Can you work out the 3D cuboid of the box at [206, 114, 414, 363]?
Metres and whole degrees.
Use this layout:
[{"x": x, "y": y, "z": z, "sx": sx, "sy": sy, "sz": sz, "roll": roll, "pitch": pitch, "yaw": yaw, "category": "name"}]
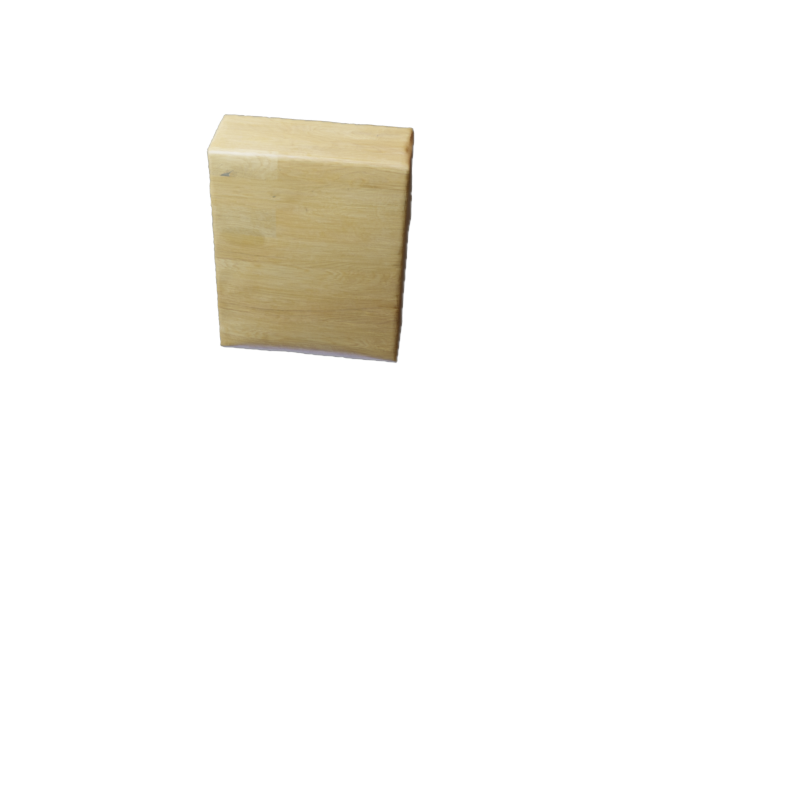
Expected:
[{"x": -0.075, "y": -0.137, "z": 0.958, "sx": 0.165, "sy": 0.199, "sz": 0.076, "roll": 6, "pitch": 41, "yaw": 5, "category": "box"}]
